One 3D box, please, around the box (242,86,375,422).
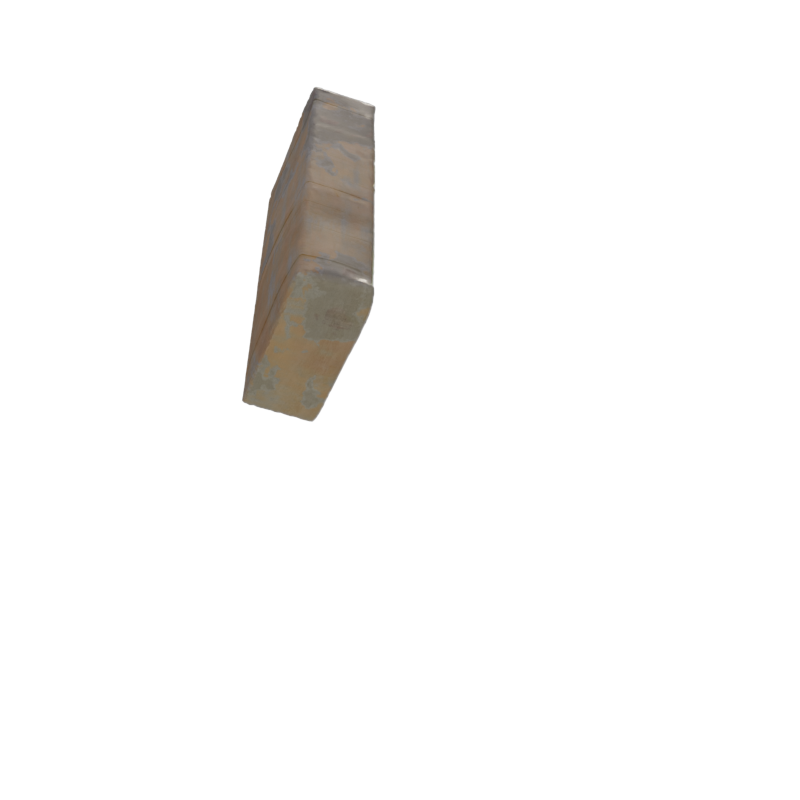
[{"bbox_3d":[-0.048,-0.086,0.602,0.047,0.089,0.189,15,39,-17],"label":"box"}]
